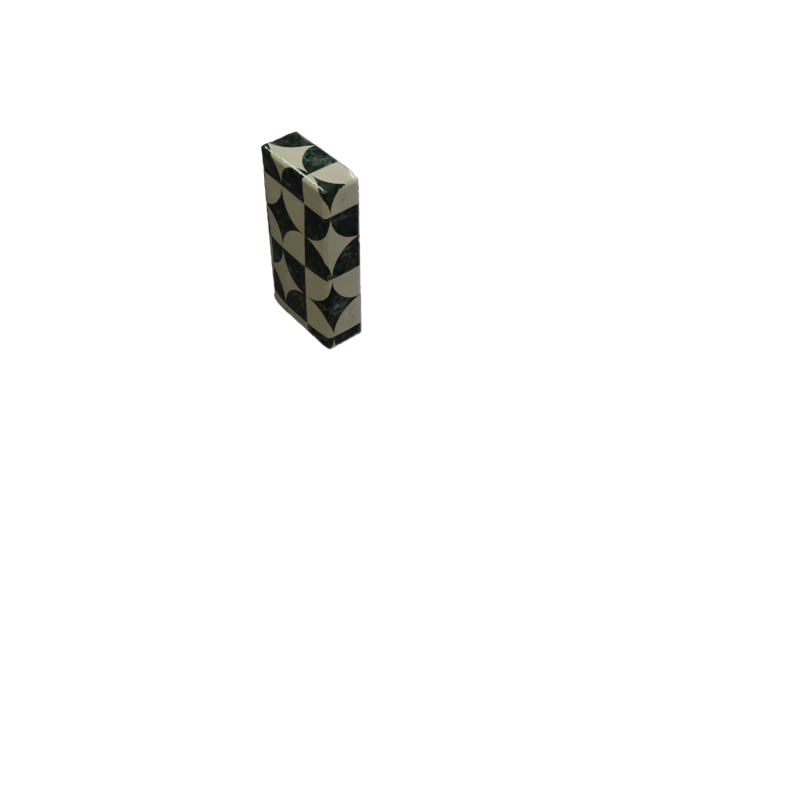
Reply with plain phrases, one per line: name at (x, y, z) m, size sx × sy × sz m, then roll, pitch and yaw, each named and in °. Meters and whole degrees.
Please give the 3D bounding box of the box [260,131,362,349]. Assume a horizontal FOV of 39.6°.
box at (-0.077, -0.140, 0.982) m, size 0.048 × 0.164 × 0.100 m, roll -25°, pitch 48°, yaw -29°
